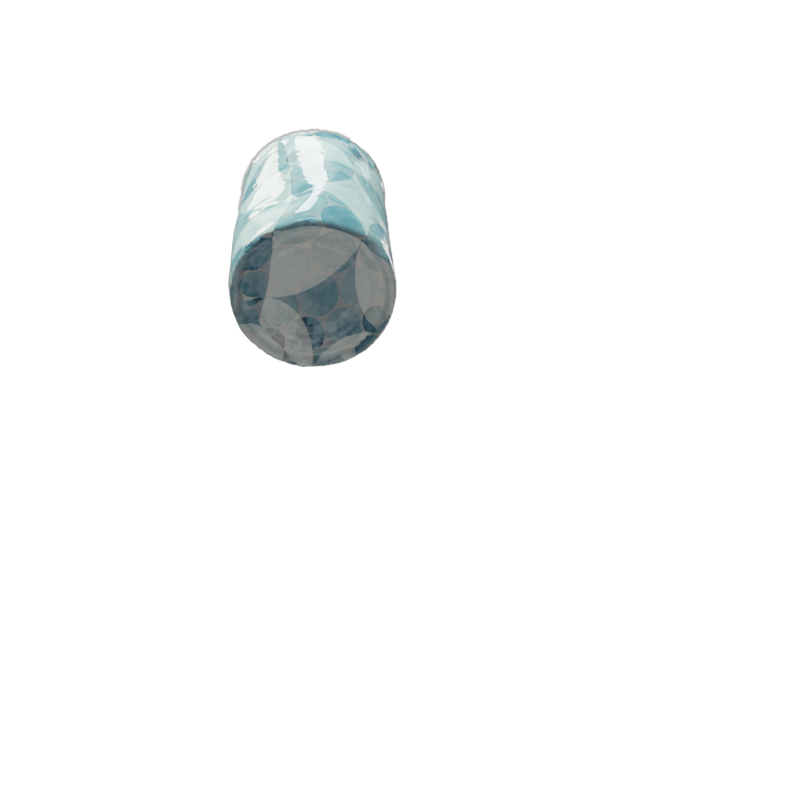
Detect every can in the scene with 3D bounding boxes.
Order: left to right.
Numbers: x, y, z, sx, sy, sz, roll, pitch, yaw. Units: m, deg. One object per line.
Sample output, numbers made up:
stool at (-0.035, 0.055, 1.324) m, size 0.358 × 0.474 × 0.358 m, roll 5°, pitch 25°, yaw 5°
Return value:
can at (-0.037, -0.068, 0.478) m, size 0.068 × 0.065 × 0.108 m, roll 0°, pitch 29°, yaw -3°
